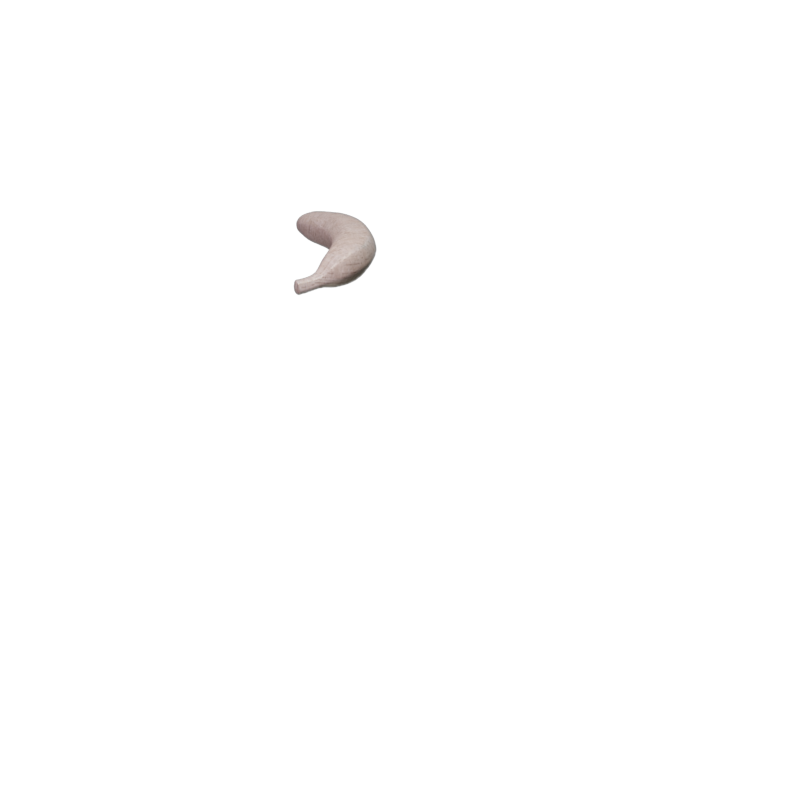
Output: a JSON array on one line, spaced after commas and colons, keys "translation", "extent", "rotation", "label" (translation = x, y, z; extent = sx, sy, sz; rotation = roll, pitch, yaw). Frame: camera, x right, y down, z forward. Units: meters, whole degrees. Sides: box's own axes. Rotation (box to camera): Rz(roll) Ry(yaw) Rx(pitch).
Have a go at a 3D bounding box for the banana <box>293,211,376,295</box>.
[{"translation": [-0.057, -0.136, 0.958], "extent": [0.069, 0.035, 0.207], "rotation": [-1, 21, -3], "label": "banana"}]
